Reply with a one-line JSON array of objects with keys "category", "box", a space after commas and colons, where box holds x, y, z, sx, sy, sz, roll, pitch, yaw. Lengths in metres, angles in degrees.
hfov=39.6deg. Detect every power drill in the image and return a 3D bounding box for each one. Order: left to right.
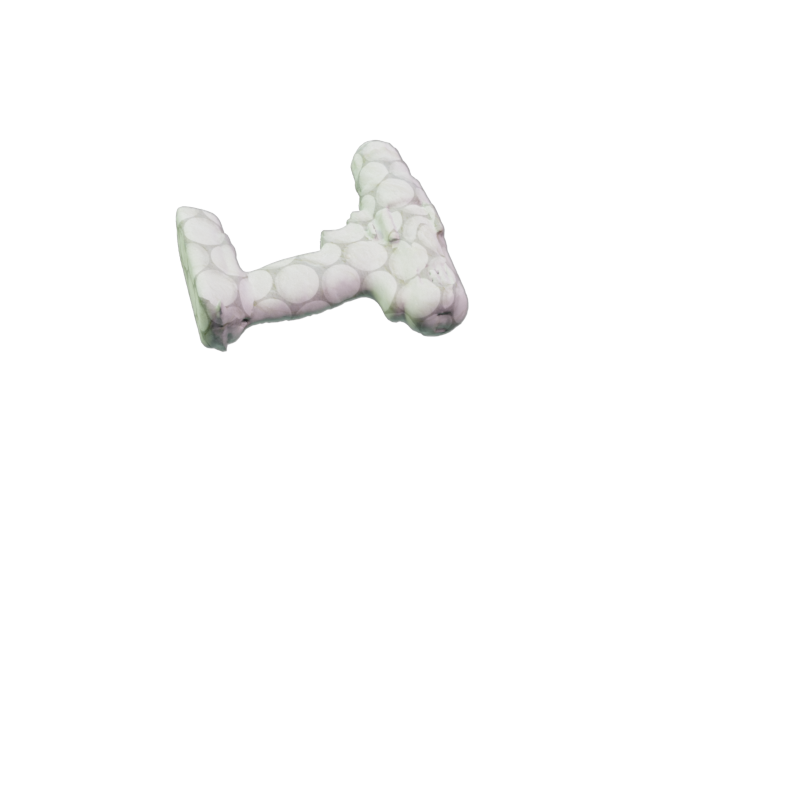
[{"category": "power drill", "box": [-0.062, -0.113, 0.791, 0.186, 0.200, 0.053, -11, -41, -10]}]
